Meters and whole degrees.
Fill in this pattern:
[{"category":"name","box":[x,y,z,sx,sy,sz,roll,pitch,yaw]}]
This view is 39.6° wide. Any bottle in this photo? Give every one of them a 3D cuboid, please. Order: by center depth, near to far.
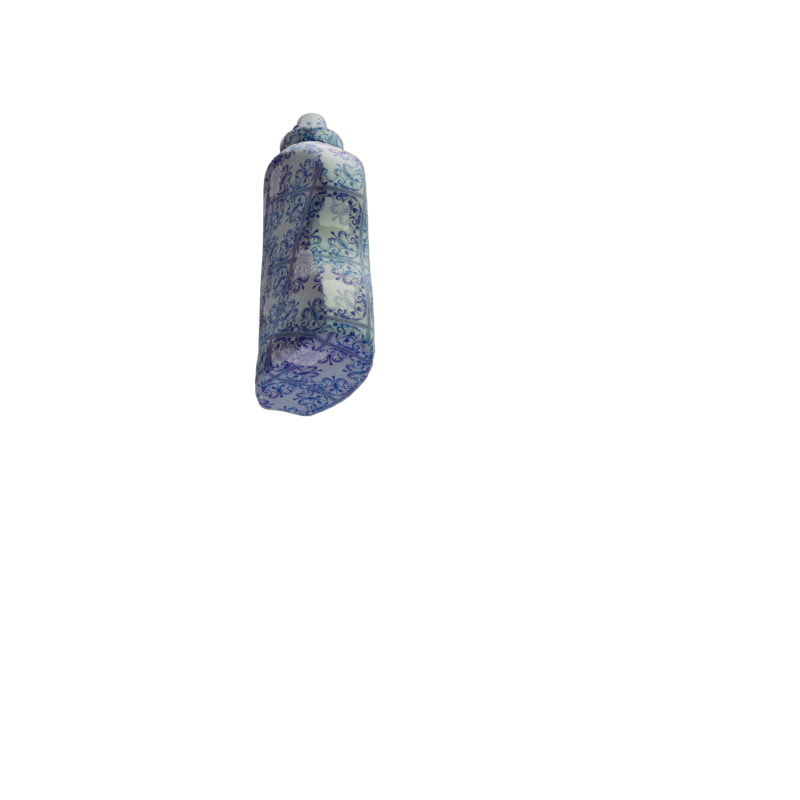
[{"category":"bottle","box":[-0.053,-0.095,0.666,0.056,0.205,0.093,12,-35,-21]}]
